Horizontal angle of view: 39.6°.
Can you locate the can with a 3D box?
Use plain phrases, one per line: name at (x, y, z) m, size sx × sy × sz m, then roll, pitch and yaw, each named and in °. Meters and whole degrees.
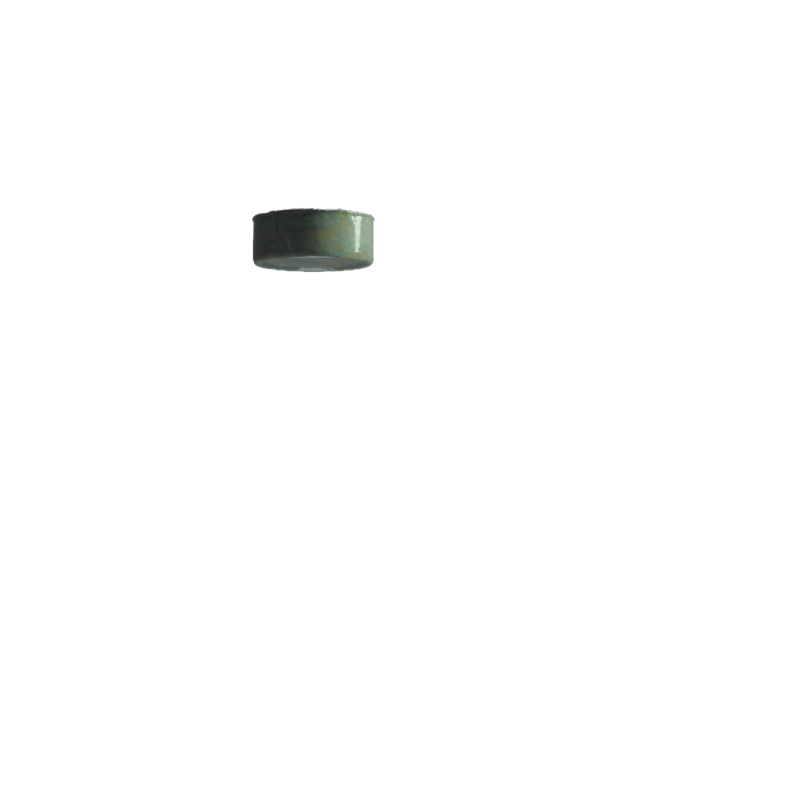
can at (-0.061, -0.110, 0.774) m, size 0.086 × 0.034 × 0.085 m, roll 0°, pitch -1°, yaw -2°
